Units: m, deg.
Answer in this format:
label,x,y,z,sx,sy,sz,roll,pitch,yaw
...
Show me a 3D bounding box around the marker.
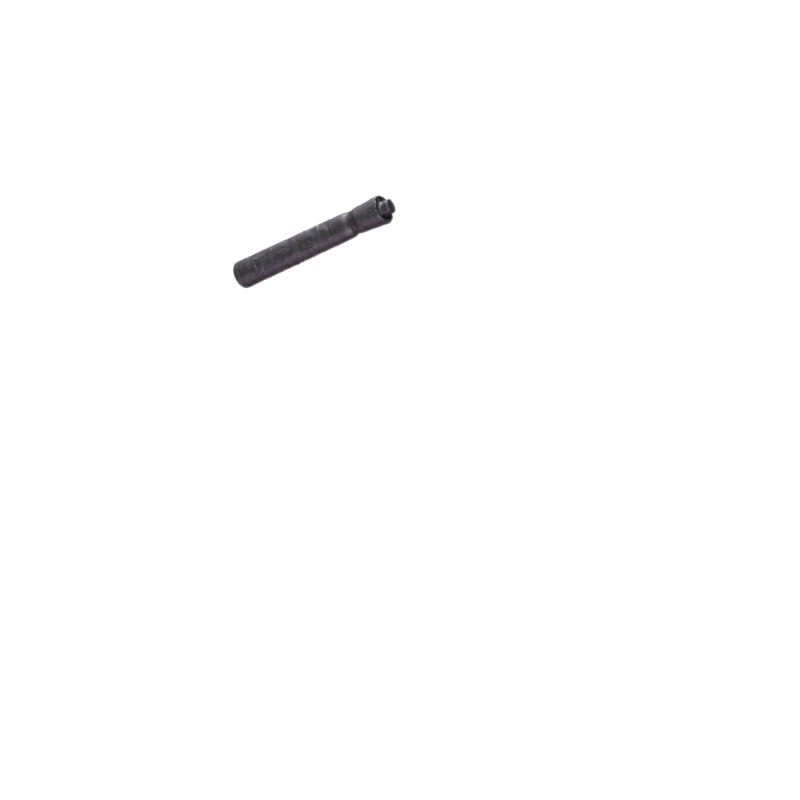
label,x,y,z,sx,sy,sz,roll,pitch,yaw
marker,-0.055,-0.100,0.700,0.122,0.020,0.019,-20,-7,30
